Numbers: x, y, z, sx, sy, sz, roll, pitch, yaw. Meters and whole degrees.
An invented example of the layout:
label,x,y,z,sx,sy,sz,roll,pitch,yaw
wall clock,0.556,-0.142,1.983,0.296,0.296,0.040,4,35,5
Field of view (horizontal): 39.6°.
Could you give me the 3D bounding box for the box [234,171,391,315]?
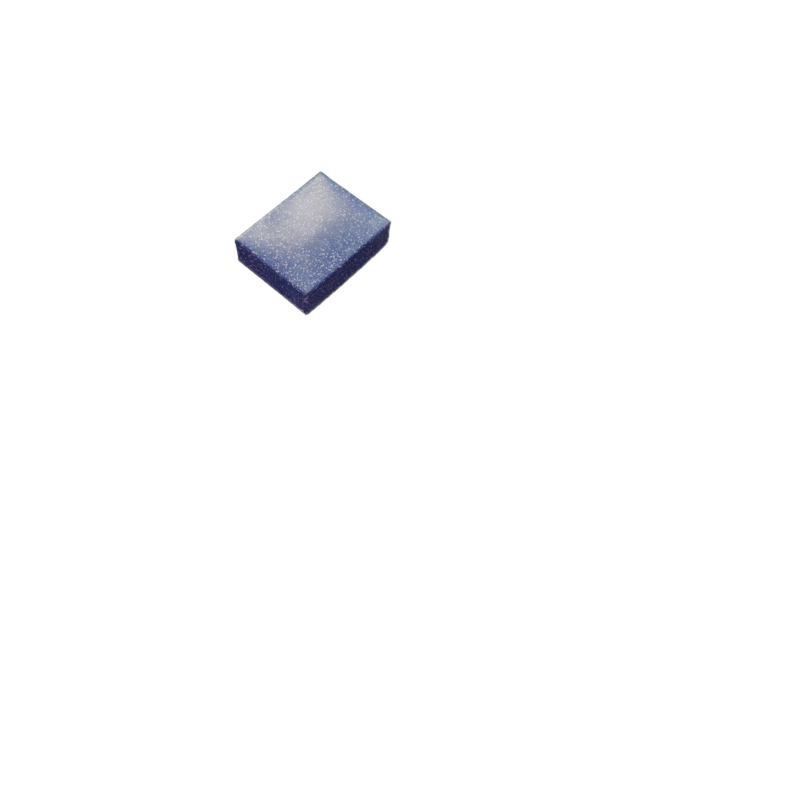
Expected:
label,x,y,z,sx,sy,sz,roll,pitch,yaw
box,-0.078,-0.142,0.994,0.095,0.115,0.036,37,-27,22
